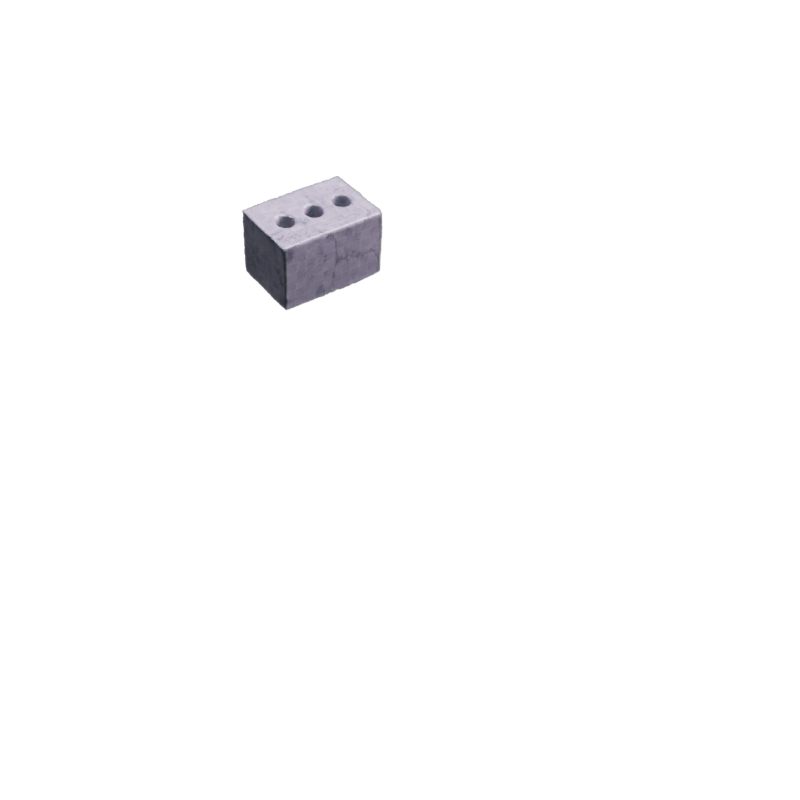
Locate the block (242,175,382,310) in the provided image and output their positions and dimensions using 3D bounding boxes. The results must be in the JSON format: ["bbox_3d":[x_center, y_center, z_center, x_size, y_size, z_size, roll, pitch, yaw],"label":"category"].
[{"bbox_3d":[-0.057,-0.104,0.729,0.077,0.048,0.057,-25,47,-27],"label":"block"}]
